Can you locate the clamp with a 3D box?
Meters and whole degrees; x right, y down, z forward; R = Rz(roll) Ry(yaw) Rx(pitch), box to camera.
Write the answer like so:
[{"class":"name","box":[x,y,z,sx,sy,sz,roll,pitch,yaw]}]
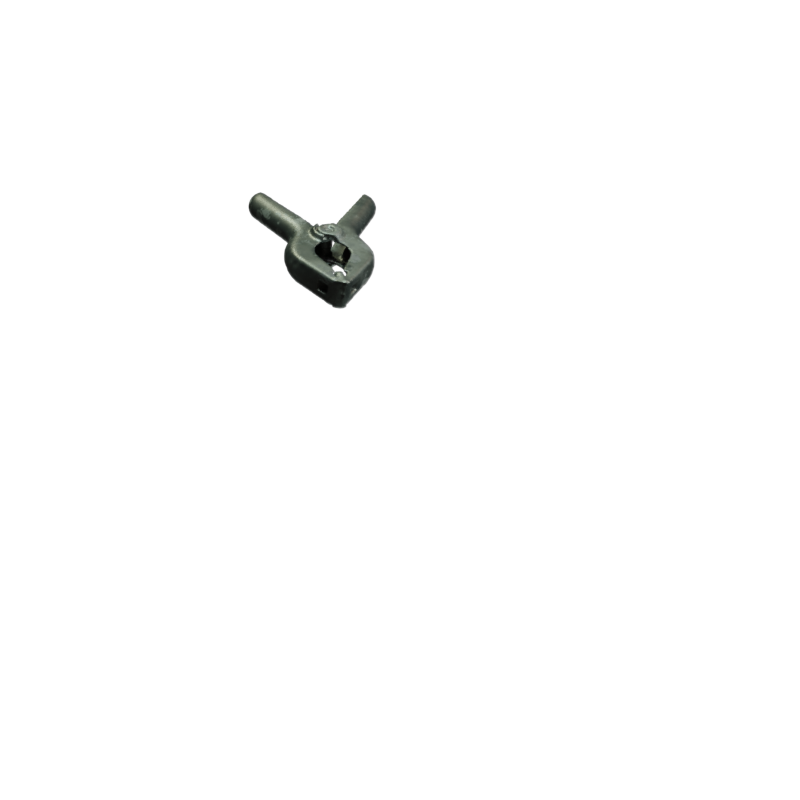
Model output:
[{"class":"clamp","box":[-0.078,-0.141,0.990,0.120,0.037,0.183,-2,34,-3]}]
